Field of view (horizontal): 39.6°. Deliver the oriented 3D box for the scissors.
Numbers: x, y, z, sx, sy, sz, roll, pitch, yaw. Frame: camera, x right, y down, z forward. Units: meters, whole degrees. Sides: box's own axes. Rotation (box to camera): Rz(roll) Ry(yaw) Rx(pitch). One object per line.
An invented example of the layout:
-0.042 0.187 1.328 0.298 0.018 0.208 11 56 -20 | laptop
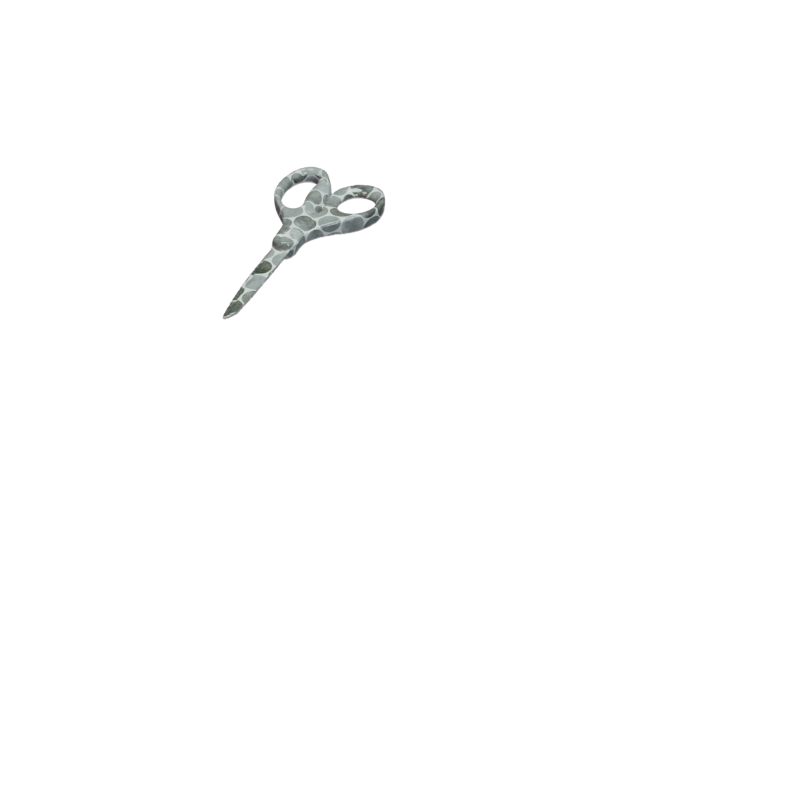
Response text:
-0.064 -0.117 0.817 0.097 0.015 0.214 3 39 3 | scissors
